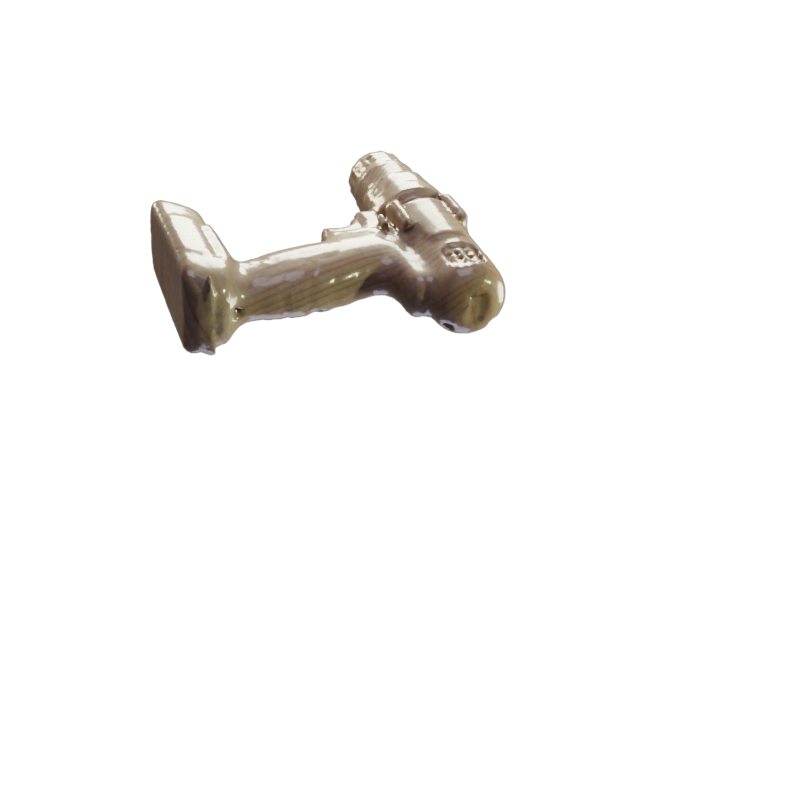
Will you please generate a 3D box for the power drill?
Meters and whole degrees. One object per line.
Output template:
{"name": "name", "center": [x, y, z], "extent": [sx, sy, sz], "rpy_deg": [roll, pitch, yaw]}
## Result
{"name": "power drill", "center": [-0.052, -0.096, 0.671], "extent": [0.185, 0.054, 0.199], "rpy_deg": [-11, 36, -16]}
